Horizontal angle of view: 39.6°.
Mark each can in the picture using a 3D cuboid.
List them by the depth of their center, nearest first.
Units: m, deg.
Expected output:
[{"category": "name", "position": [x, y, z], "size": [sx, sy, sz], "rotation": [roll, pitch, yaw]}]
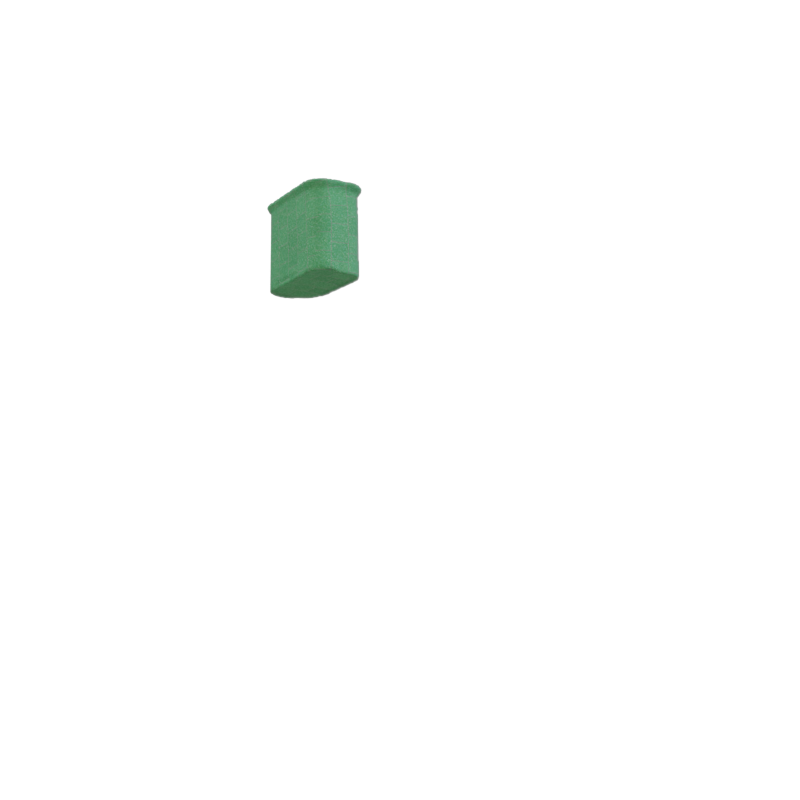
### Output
[{"category": "can", "position": [-0.078, -0.142, 0.996], "size": [0.055, 0.087, 0.102], "rotation": [9, -16, -31]}]
